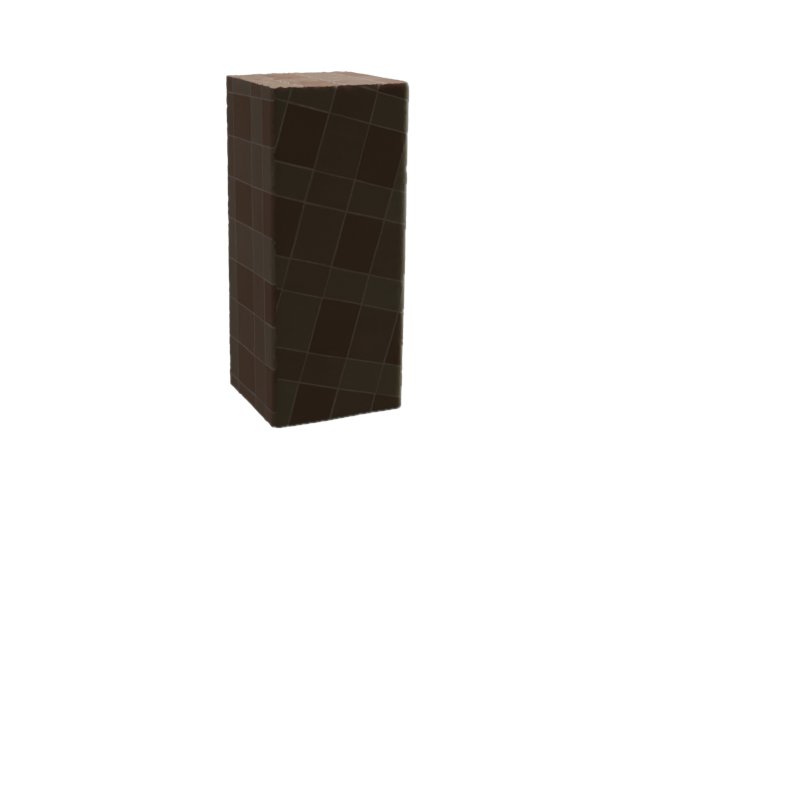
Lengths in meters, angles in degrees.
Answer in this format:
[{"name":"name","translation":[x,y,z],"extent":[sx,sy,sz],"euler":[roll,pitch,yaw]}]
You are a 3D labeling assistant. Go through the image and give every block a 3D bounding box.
[{"name":"block","translation":[-0.054,-0.100,0.701],"extent":[0.088,0.200,0.096],"euler":[-6,16,-25]}]
